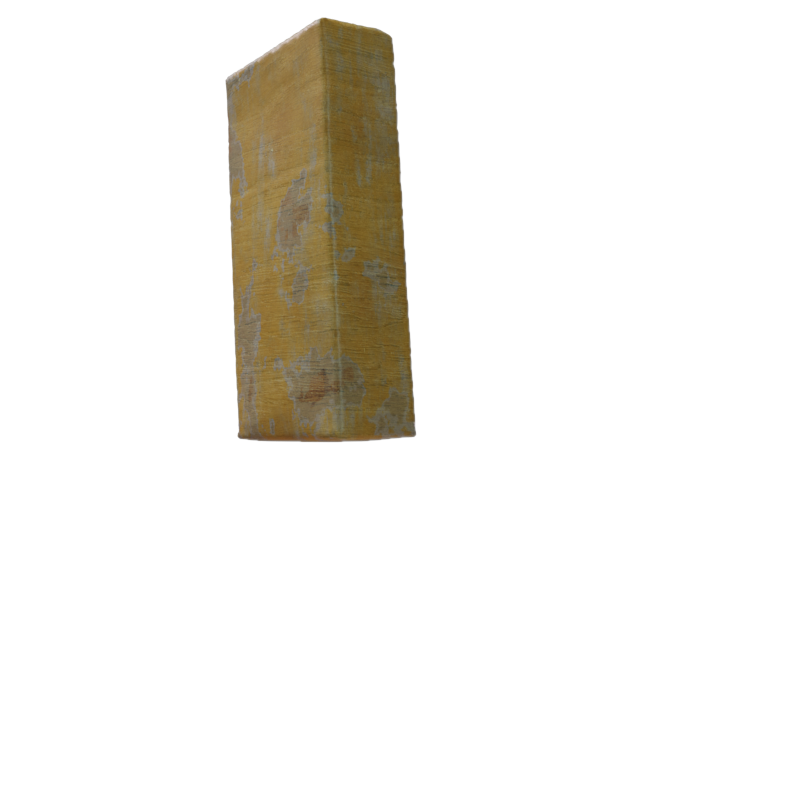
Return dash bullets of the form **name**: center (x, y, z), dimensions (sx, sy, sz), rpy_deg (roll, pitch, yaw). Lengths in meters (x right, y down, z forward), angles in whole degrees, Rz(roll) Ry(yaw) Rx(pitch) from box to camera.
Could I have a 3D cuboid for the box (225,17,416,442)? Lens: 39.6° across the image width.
- **box**: center (-0.038, -0.071, 0.496), dimensions (0.046, 0.181, 0.095), rpy_deg (6, -11, -34)
